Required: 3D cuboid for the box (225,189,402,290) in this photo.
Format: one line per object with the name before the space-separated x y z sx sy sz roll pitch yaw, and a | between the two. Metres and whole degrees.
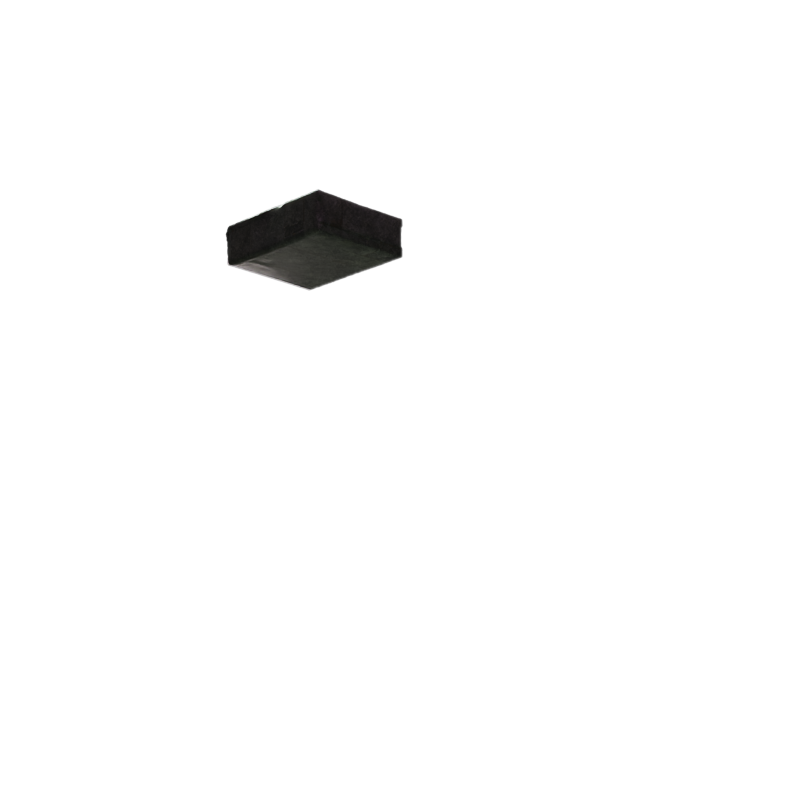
box | -0.055 -0.100 0.698 0.091 0.031 0.069 -13 -19 43
